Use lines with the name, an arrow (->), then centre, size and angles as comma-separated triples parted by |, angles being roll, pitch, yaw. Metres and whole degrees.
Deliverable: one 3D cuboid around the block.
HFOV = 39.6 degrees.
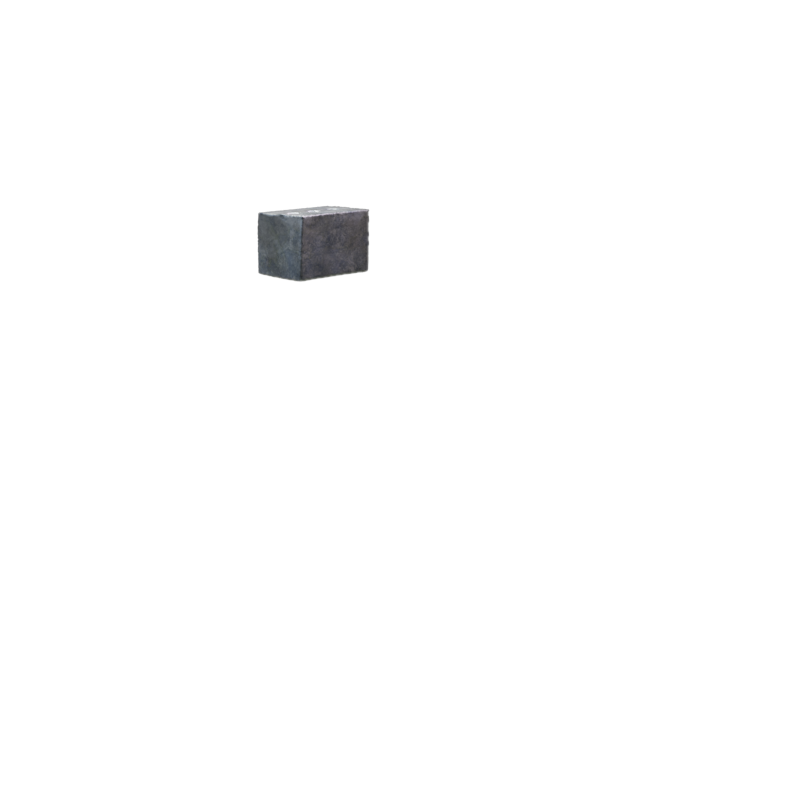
block -> -0.070, -0.127, 0.888 | 0.055, 0.050, 0.076 | 11, 17, 42
